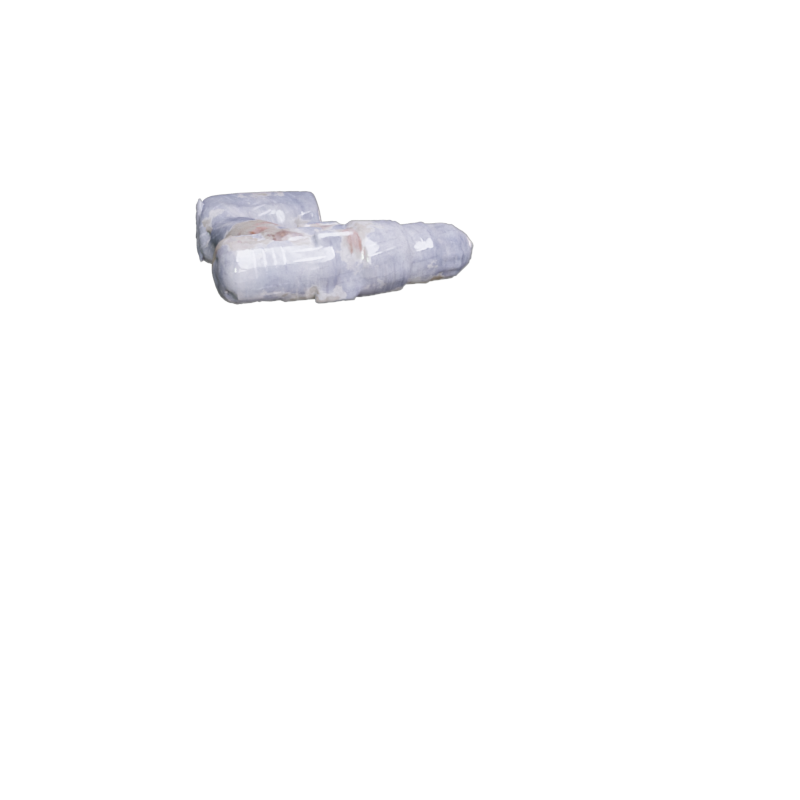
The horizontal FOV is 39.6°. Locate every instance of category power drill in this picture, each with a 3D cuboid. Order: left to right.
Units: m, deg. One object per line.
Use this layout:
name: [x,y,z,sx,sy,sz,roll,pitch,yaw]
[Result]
power drill: [-0.064,-0.116,0.814,0.180,0.056,0.197,-6,17,-21]
